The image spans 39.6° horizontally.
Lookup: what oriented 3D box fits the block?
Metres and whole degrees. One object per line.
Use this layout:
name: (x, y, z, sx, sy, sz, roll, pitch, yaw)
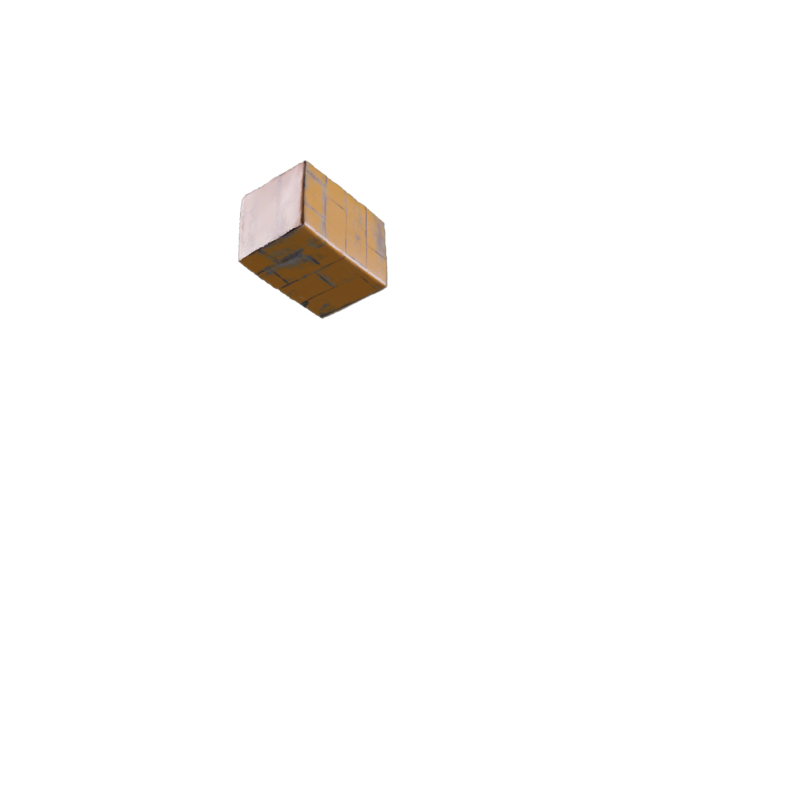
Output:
block: (-0.051, -0.094, 0.657, 0.053, 0.055, 0.072, -26, -42, 30)
